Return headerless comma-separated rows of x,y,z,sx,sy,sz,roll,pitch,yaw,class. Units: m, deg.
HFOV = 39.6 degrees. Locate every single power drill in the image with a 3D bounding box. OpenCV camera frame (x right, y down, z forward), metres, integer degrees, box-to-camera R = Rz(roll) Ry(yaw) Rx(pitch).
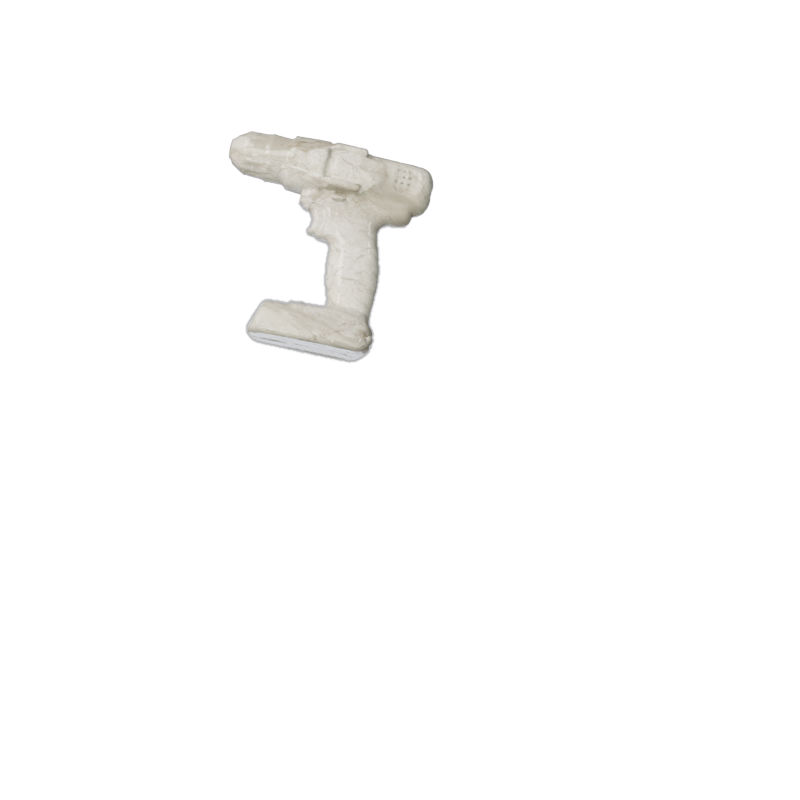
-0.076,-0.138,0.967,0.185,0.194,0.055,12,-15,3,power drill
